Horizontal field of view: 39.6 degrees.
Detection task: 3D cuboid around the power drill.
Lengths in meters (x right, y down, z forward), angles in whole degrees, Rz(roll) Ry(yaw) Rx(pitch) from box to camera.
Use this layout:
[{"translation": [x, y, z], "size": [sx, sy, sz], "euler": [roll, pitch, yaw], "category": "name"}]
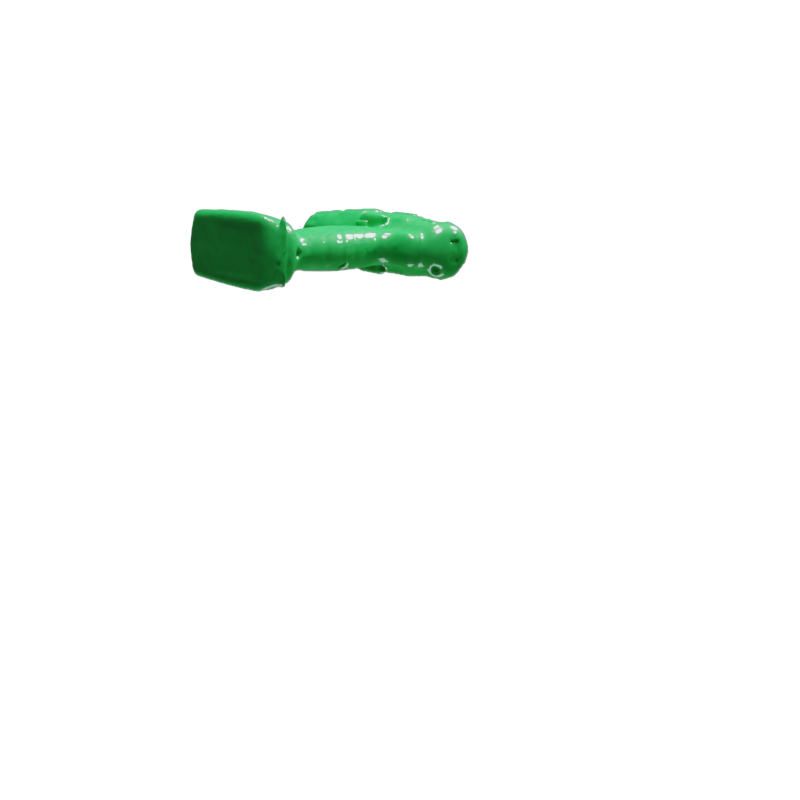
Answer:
[{"translation": [-0.069, -0.126, 0.882], "size": [0.182, 0.056, 0.194], "euler": [-10, 16, -39], "category": "power drill"}]
